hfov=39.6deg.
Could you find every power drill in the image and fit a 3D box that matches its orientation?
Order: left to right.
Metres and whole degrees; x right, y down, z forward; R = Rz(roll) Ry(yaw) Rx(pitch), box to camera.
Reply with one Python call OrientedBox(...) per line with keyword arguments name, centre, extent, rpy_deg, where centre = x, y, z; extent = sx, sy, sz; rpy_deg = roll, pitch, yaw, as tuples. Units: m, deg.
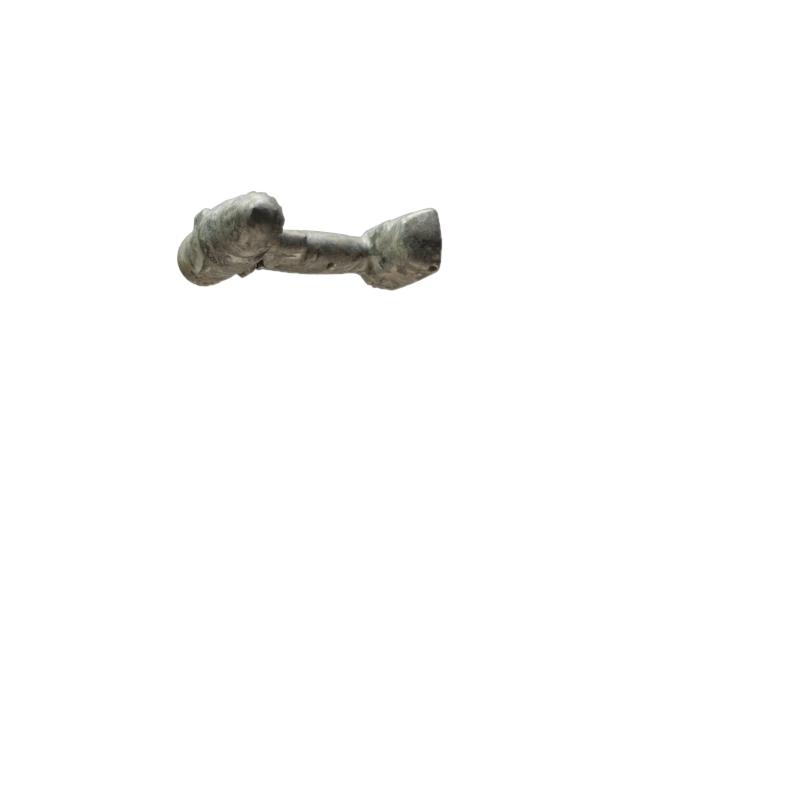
OrientedBox(name="power drill", centre=(-0.067, -0.122, 0.855), extent=(0.182, 0.058, 0.187), rpy_deg=(1, -3, -22))
